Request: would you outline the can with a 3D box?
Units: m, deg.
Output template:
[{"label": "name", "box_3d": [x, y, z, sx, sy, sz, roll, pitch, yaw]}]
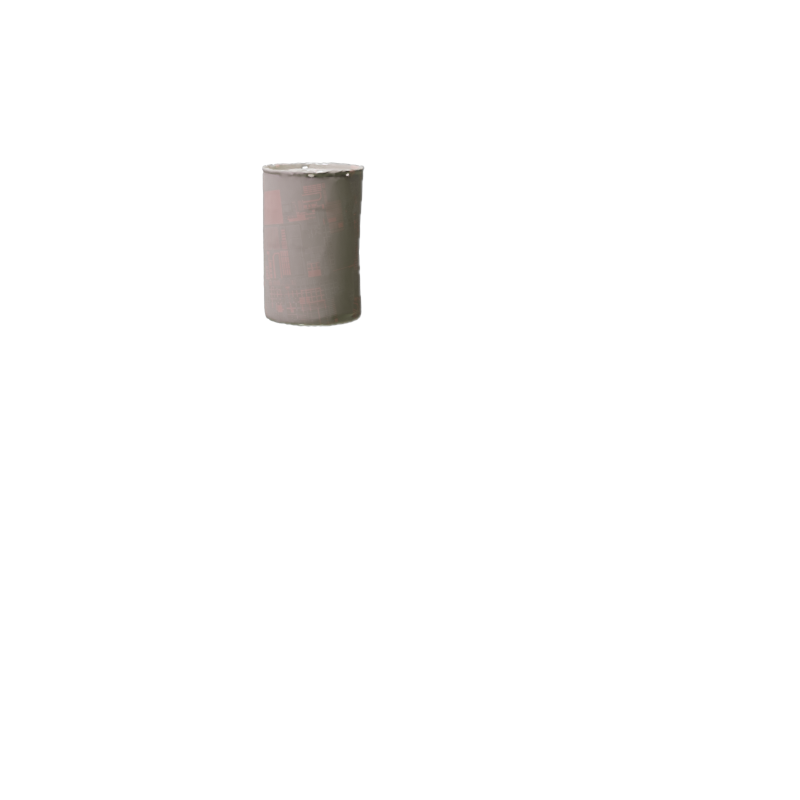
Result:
[{"label": "can", "box_3d": [-0.058, -0.106, 0.744, 0.068, 0.100, 0.070, 0, 12, -2]}]
